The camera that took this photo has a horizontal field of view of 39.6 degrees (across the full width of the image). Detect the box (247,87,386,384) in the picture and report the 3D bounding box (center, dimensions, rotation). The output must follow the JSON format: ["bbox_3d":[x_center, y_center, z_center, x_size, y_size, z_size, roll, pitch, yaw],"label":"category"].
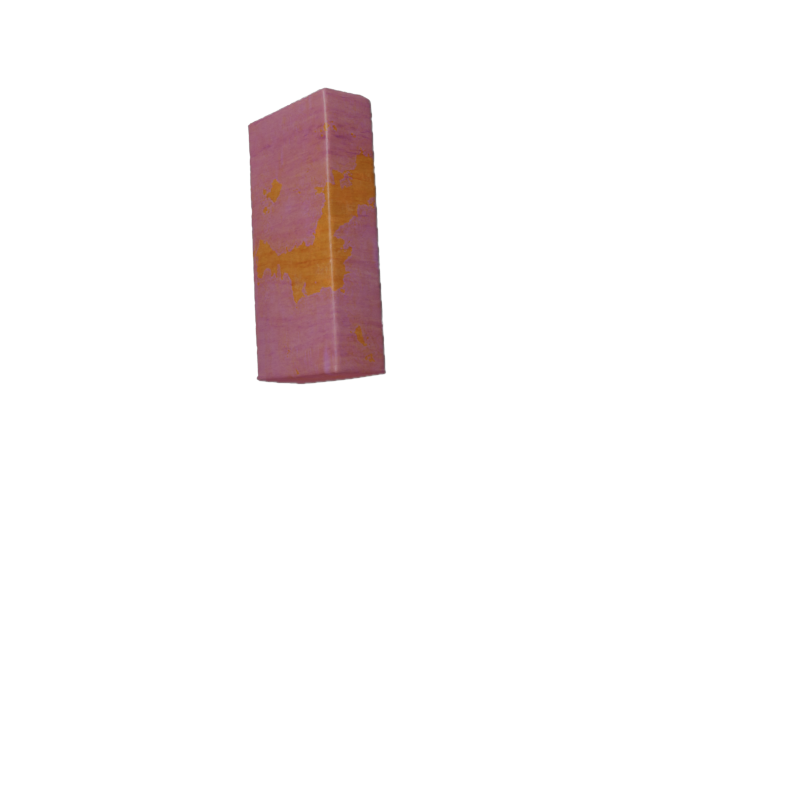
[{"bbox_3d":[-0.055,-0.101,0.709,0.046,0.181,0.095,7,-12,-37],"label":"box"}]
